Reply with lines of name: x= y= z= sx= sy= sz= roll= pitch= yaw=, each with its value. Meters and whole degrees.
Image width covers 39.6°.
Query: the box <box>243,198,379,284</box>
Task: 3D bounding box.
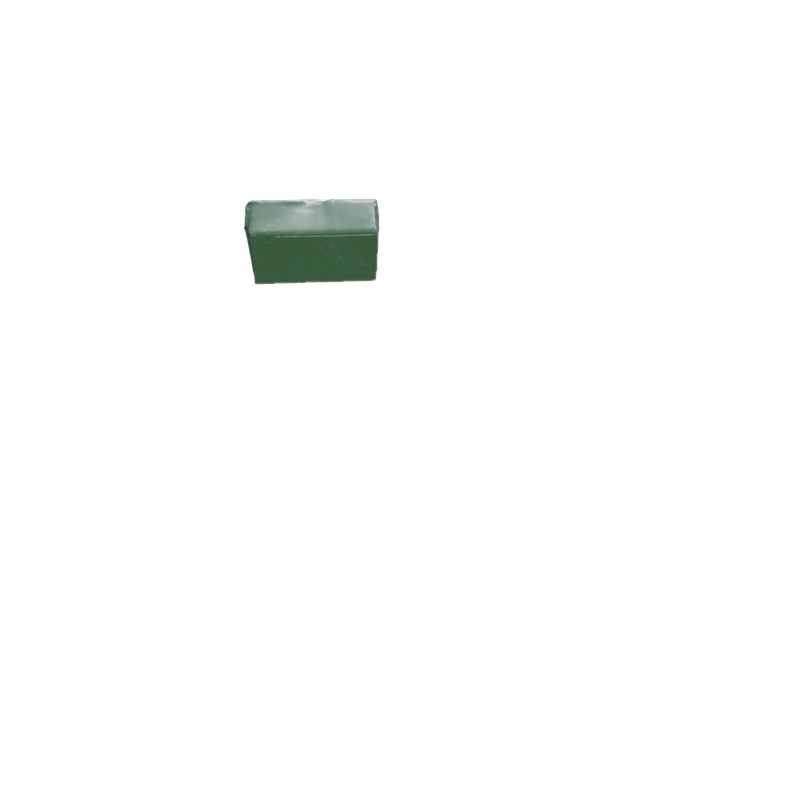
box: x=-0.060 y=-0.109 z=0.762 sx=0.089 sy=0.032 sz=0.069 roll=0 pitch=-22 yaw=0
